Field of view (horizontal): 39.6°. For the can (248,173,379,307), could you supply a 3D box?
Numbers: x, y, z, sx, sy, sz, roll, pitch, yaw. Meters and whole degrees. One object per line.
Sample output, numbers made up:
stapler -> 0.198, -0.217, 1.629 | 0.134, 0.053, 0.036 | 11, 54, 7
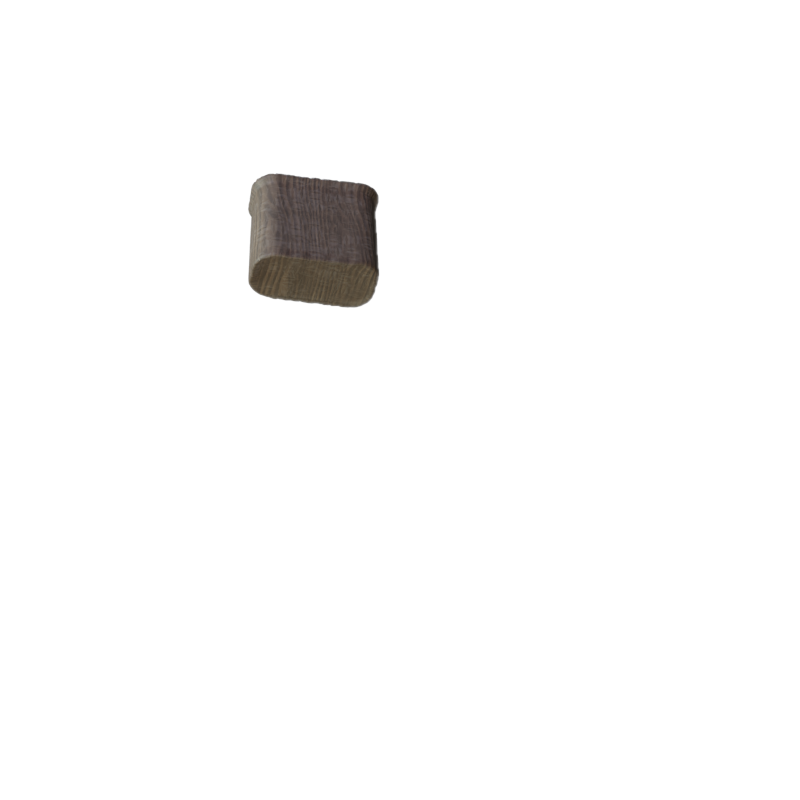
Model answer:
can -> -0.067, -0.122, 0.855 | 0.101, 0.090, 0.054 | 5, -39, -9
